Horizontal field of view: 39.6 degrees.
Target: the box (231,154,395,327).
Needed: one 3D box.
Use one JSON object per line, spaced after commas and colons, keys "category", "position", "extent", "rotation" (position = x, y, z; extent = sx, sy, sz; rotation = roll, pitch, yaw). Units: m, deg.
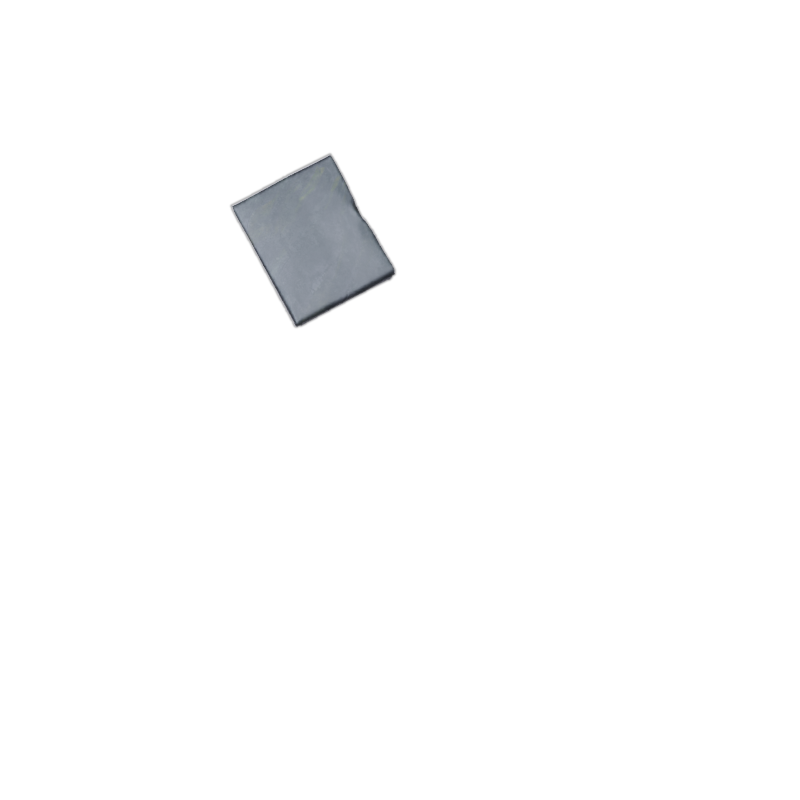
{"category": "box", "position": [-0.056, -0.102, 0.715], "extent": [0.073, 0.091, 0.030], "rotation": [-28, -6, -4]}
